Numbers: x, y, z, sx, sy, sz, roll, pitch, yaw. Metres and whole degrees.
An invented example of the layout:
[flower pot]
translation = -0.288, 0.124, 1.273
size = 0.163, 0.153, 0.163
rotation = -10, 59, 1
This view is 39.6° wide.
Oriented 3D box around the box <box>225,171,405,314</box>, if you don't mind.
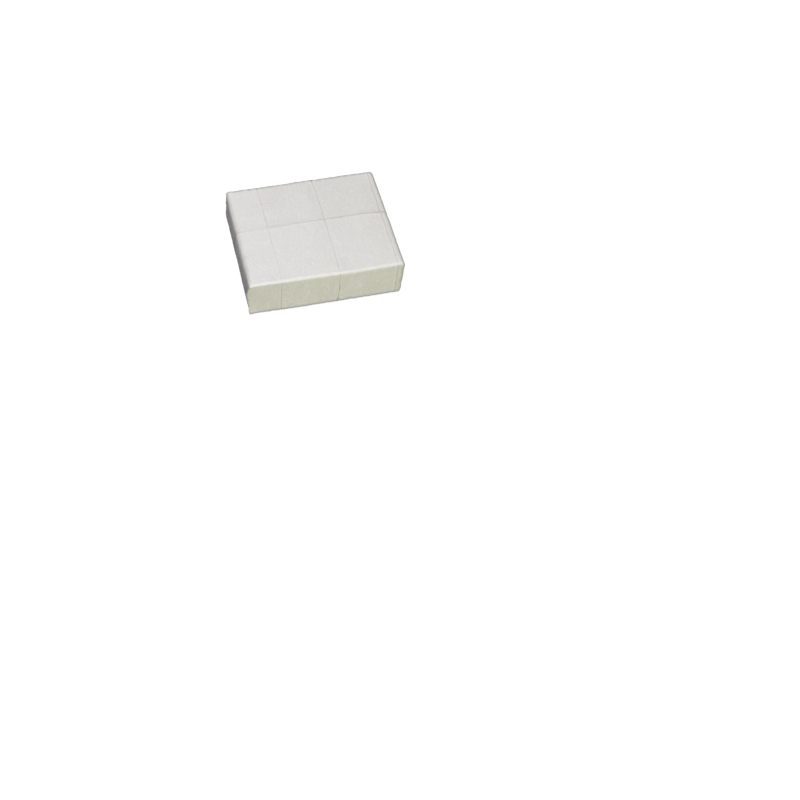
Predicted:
[box]
translation = -0.062, -0.113, 0.794
size = 0.112, 0.097, 0.036
rotation = -11, -36, -9
